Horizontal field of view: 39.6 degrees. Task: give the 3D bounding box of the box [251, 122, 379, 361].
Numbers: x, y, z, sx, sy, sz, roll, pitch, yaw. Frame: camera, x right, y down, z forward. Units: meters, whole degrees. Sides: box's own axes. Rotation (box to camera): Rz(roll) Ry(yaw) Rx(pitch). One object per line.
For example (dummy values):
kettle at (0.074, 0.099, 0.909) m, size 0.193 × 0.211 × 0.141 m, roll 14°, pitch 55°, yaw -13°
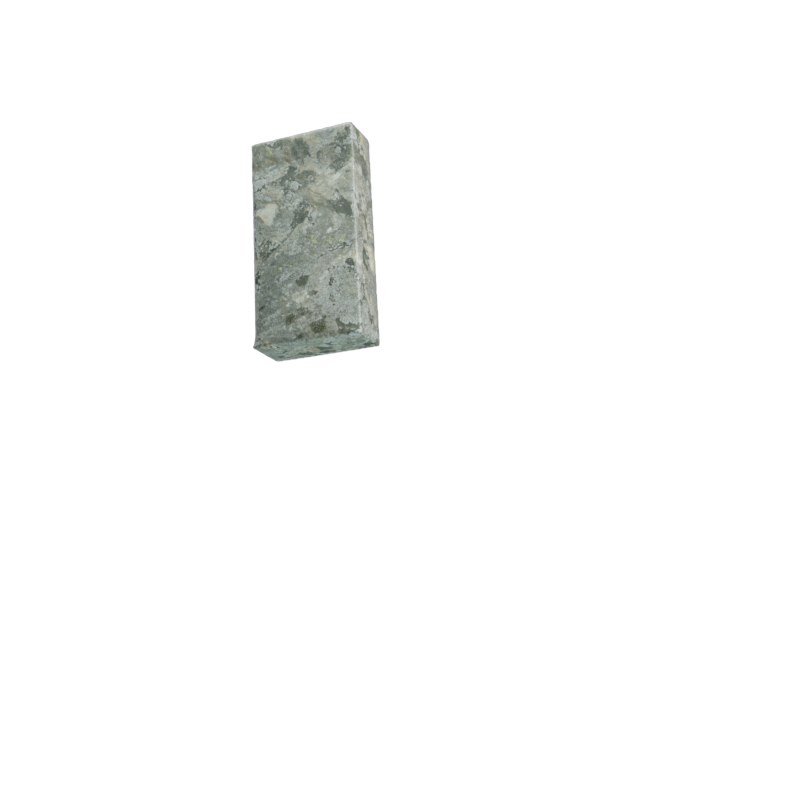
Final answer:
box at (-0.068, -0.125, 0.877) m, size 0.095 × 0.185 × 0.045 m, roll -10°, pitch -23°, yaw 22°
